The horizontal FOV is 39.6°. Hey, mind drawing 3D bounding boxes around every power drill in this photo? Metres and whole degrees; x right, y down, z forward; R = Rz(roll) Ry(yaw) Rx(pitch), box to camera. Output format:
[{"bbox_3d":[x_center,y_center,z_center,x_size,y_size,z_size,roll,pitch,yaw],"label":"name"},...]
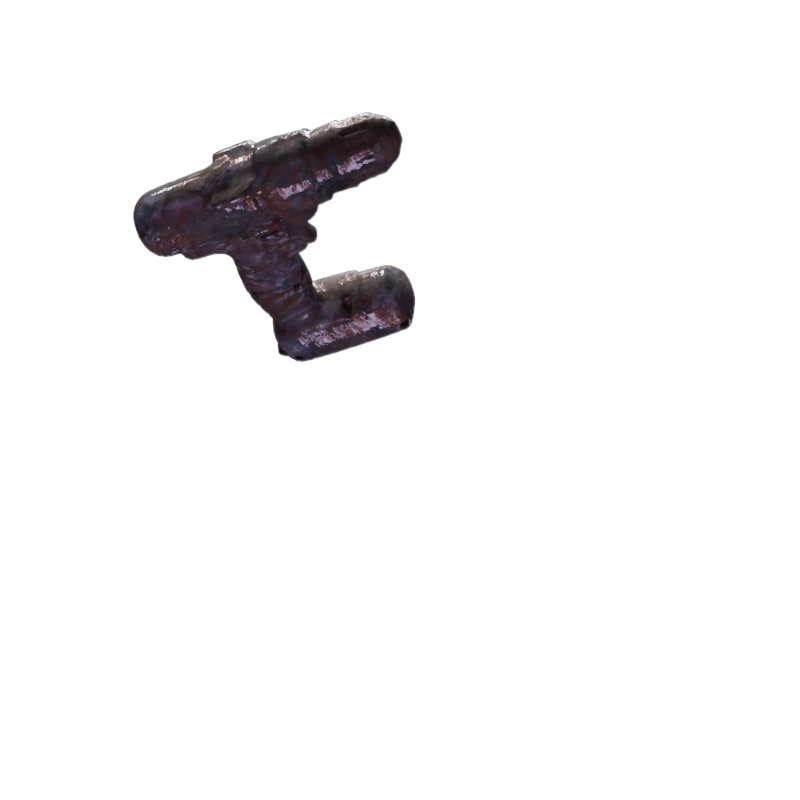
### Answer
[{"bbox_3d":[-0.059,-0.107,0.750,0.186,0.061,0.173,-15,-38,20],"label":"power drill"}]
